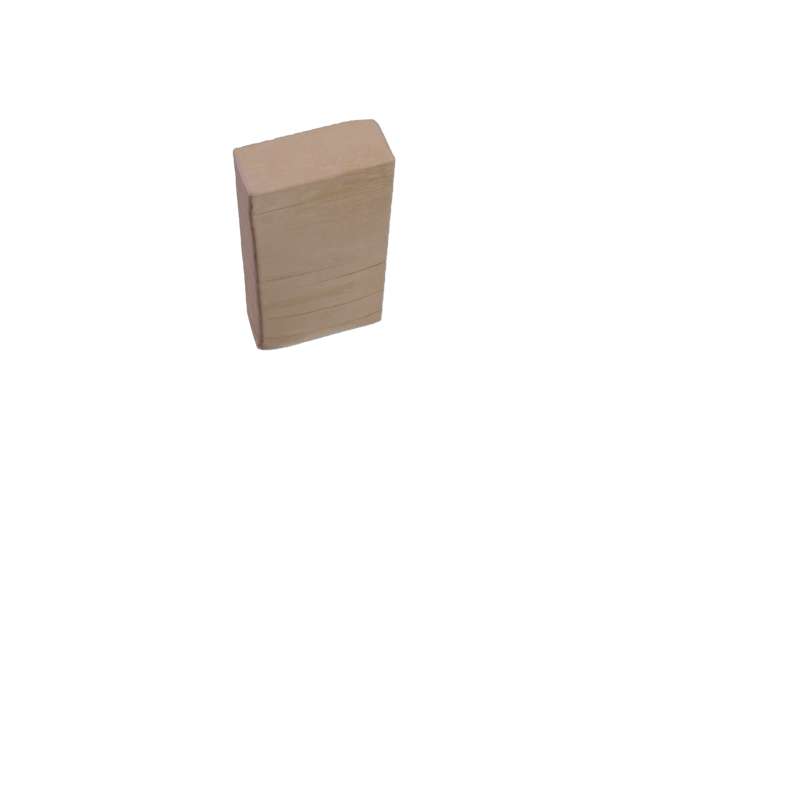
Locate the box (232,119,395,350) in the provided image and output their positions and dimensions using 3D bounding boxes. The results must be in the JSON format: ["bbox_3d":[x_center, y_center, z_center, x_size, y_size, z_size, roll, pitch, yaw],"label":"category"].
[{"bbox_3d":[-0.057,-0.104,0.723,0.092,0.052,0.165,-15,-32,-13],"label":"box"}]
